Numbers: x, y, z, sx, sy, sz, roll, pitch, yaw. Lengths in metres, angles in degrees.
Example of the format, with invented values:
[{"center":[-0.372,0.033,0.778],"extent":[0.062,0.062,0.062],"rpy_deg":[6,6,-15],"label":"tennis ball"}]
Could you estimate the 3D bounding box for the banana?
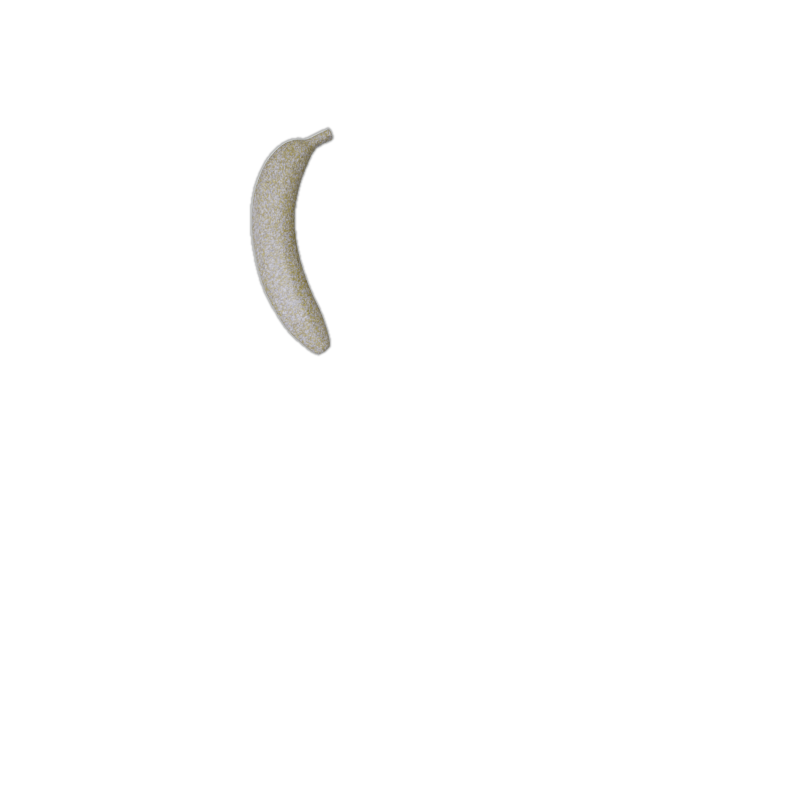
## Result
[{"center":[-0.092,-0.138,0.940],"extent":[0.069,0.203,0.036],"rpy_deg":[1,-10,-1],"label":"banana"}]
